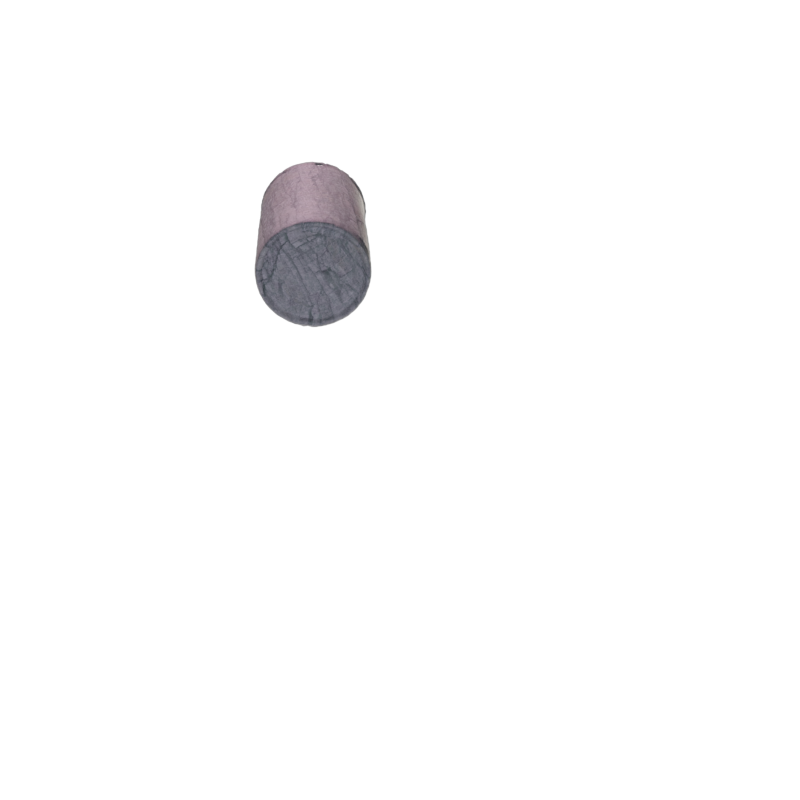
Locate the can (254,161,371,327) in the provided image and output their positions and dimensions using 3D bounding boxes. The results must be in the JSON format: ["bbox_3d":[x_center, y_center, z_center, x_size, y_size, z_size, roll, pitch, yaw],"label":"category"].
[{"bbox_3d":[-0.052,-0.095,0.669,0.068,0.065,0.108,0,28,-3],"label":"can"}]
